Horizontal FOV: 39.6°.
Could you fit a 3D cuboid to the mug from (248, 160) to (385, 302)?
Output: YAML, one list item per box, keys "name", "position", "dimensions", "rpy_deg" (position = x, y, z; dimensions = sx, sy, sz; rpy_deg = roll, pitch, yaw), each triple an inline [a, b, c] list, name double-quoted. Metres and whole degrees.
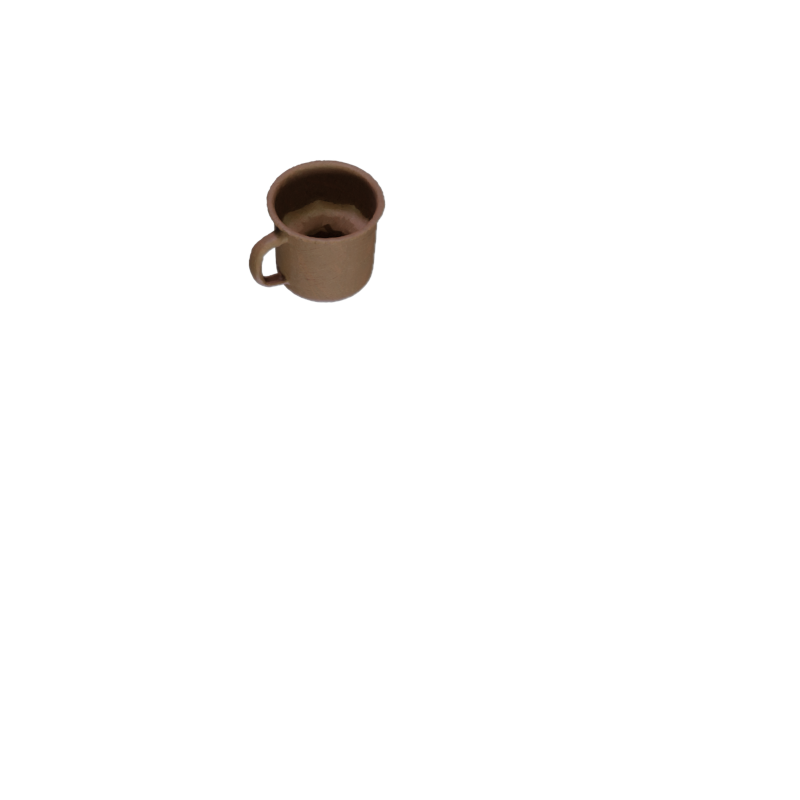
- name: "mug"
  position: [-0.070, -0.127, 0.890]
  dimensions: [0.117, 0.076, 0.100]
  rpy_deg: [-32, 58, -25]
